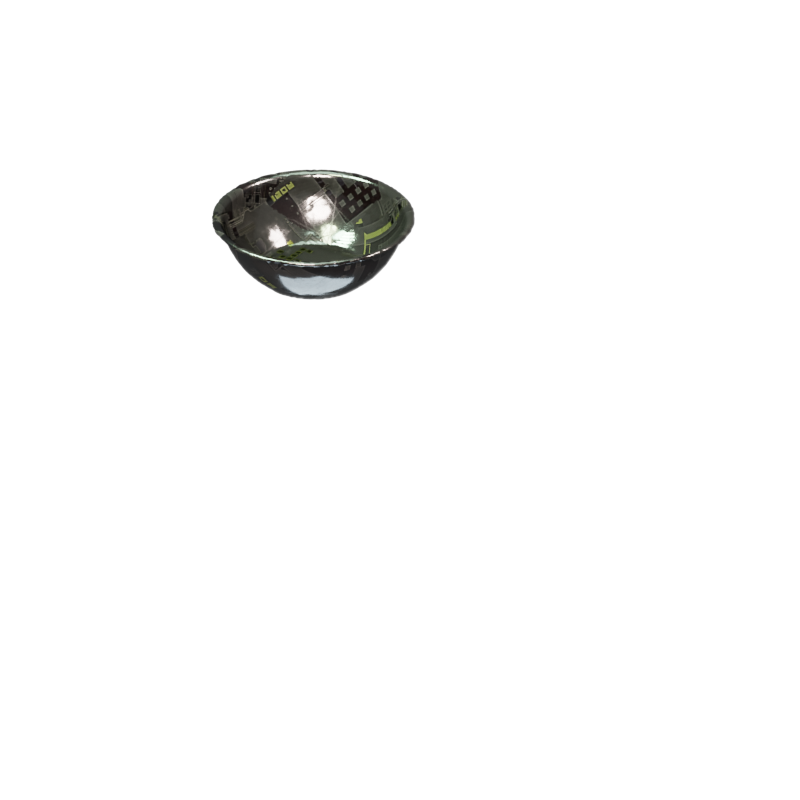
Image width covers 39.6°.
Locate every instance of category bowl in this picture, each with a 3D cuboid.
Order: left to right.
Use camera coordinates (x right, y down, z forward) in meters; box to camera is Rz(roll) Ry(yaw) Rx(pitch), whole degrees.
[{"bbox_3d":[-0.070,-0.128,0.897,0.162,0.052,0.173,-1,35,-2],"label":"bowl"}]
